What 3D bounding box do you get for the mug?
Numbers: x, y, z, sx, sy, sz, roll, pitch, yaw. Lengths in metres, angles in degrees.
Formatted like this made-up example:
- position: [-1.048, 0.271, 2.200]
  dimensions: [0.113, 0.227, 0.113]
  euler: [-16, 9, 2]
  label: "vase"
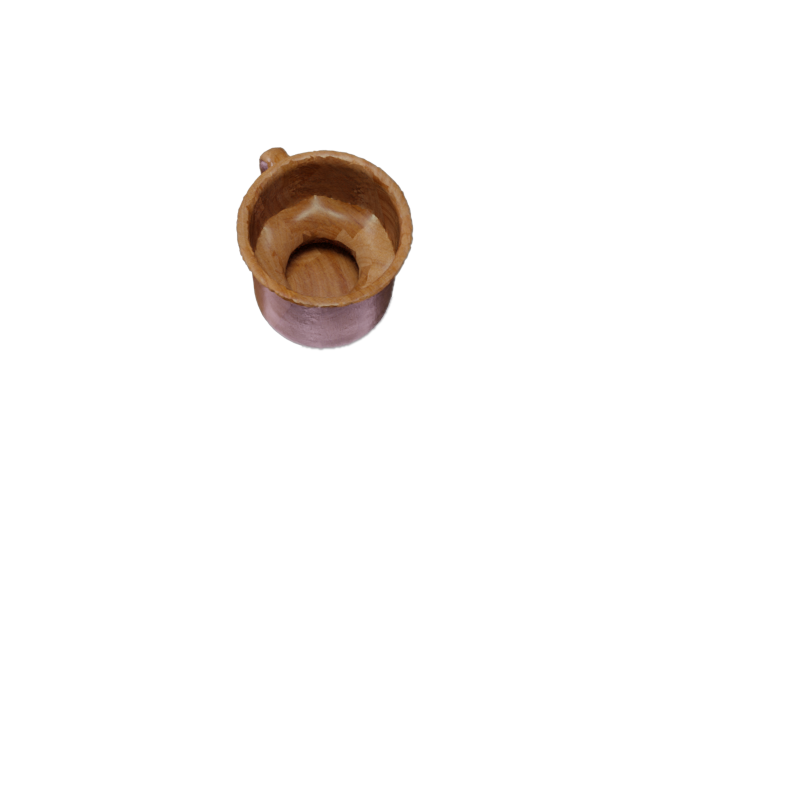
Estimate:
- position: [-0.049, -0.089, 0.621]
  dimensions: [0.093, 0.124, 0.077]
  euler: [-28, -20, -13]
  label: "mug"
